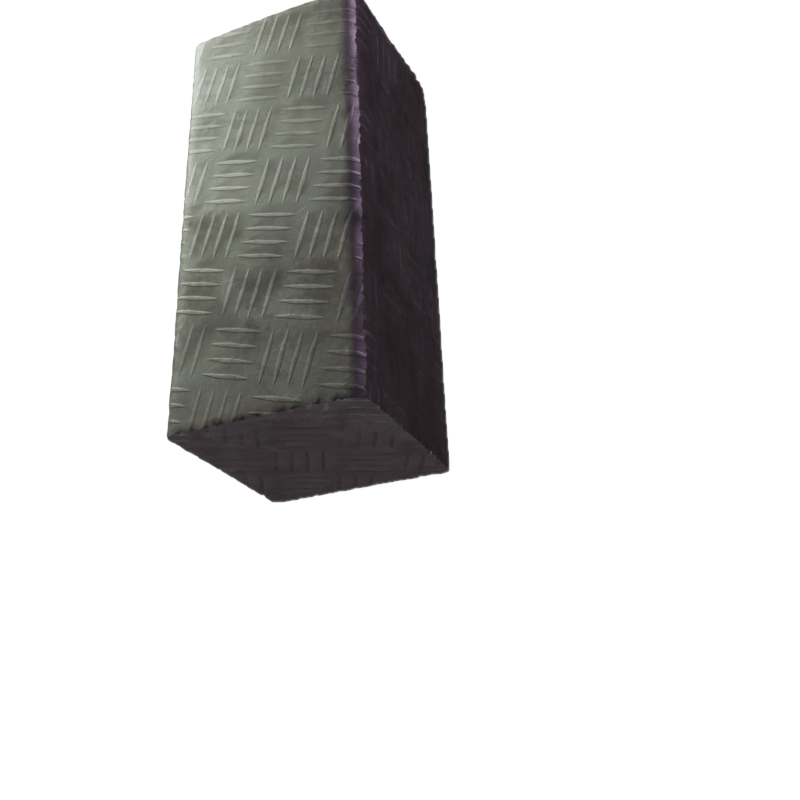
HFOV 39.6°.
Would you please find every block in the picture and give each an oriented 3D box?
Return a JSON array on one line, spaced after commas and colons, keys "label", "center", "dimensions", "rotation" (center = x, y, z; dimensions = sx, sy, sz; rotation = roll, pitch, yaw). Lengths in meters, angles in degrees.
[{"label": "block", "center": [-0.039, -0.073, 0.507], "dimensions": [0.091, 0.220, 0.084], "rotation": [-15, -32, 21]}]
